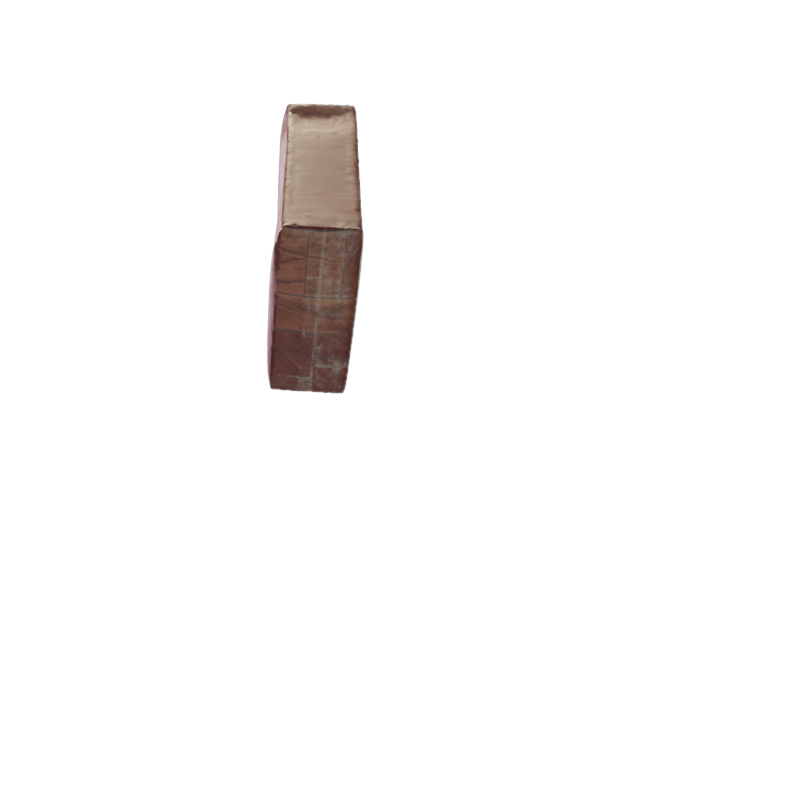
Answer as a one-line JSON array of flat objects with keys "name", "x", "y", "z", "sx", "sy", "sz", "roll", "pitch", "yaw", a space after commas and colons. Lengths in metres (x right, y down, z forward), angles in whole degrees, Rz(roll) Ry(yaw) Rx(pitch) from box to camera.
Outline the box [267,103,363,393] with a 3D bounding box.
[{"name": "box", "x": -0.075, "y": -0.137, "z": 0.960, "sx": 0.071, "sy": 0.154, "sz": 0.229, "roll": 3, "pitch": 38, "yaw": -6}]
